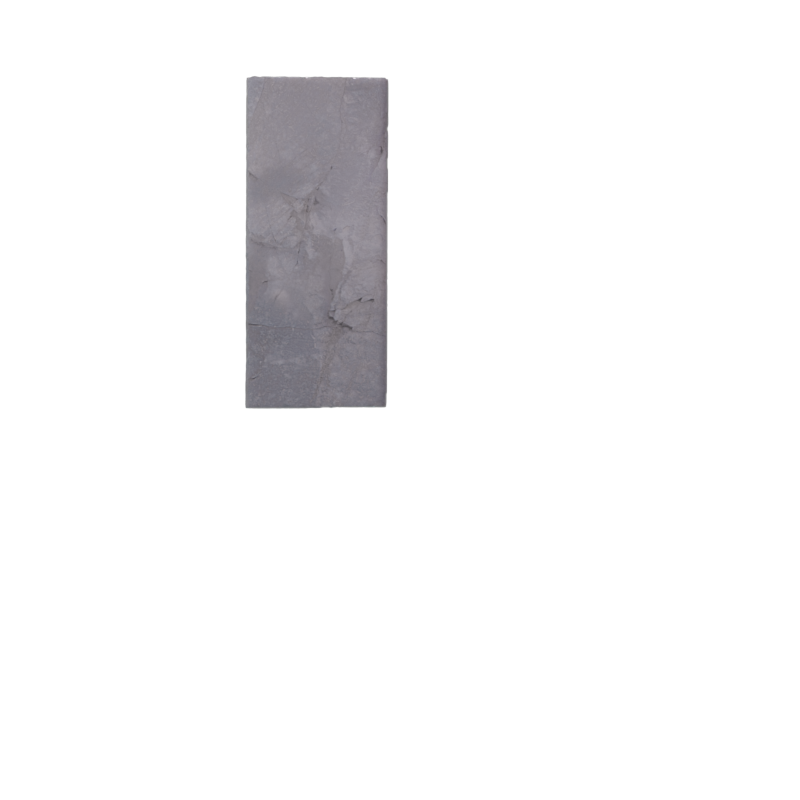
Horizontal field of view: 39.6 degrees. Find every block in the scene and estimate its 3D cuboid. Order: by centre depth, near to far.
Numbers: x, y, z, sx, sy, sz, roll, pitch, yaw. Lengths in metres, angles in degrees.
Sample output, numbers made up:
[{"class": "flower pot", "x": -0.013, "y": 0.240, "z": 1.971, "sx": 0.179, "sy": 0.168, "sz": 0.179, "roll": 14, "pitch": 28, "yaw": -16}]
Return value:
[{"class": "block", "x": -0.056, "y": -0.104, "z": 0.729, "sx": 0.090, "sy": 0.206, "sz": 0.091, "roll": 0, "pitch": 2, "yaw": -5}]
